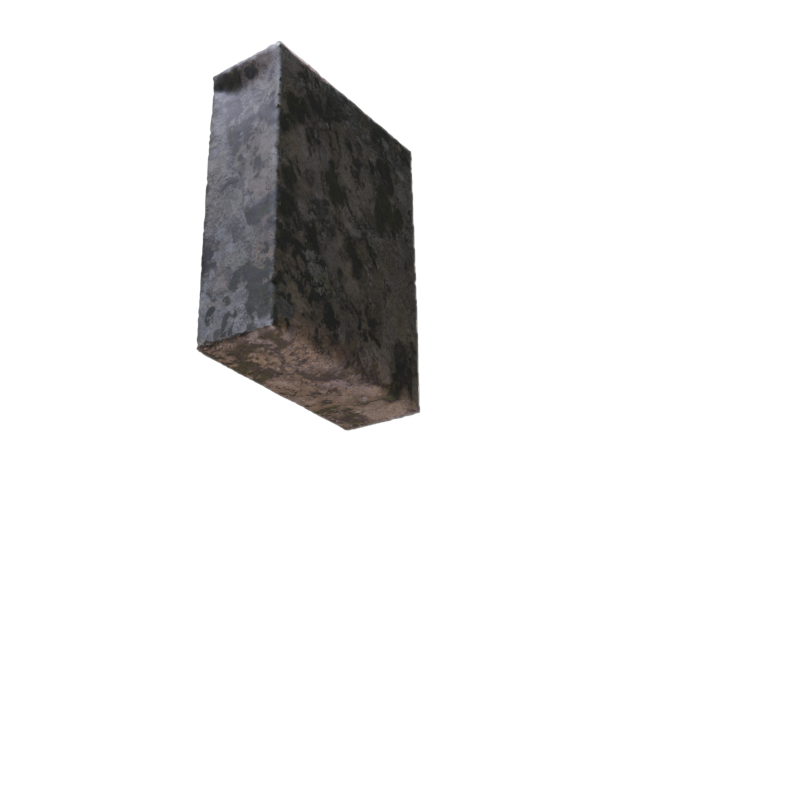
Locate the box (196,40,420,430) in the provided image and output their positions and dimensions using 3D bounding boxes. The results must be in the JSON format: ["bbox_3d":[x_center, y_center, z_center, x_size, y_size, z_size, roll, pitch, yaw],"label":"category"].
[{"bbox_3d":[-0.059,-0.107,0.752,0.072,0.227,0.153,-20,-32,30],"label":"box"}]
